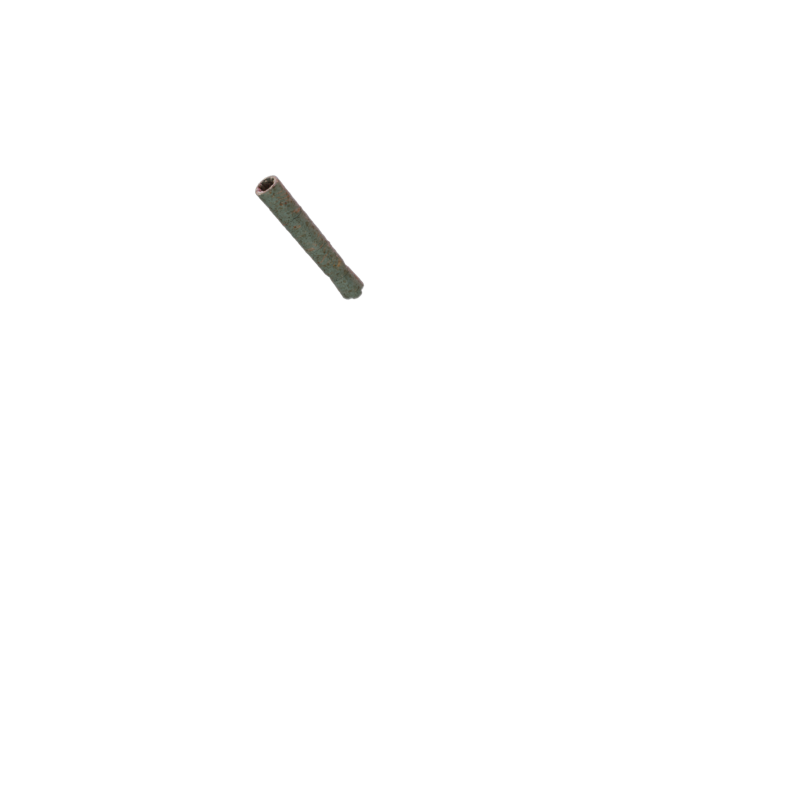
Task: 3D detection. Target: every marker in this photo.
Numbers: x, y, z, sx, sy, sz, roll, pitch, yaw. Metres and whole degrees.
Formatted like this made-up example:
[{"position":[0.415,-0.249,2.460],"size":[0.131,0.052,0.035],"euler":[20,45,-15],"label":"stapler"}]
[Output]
[{"position":[-0.062,-0.113,0.793],"size":[0.021,0.020,0.112],"euler":[3,-36,45],"label":"marker"}]
